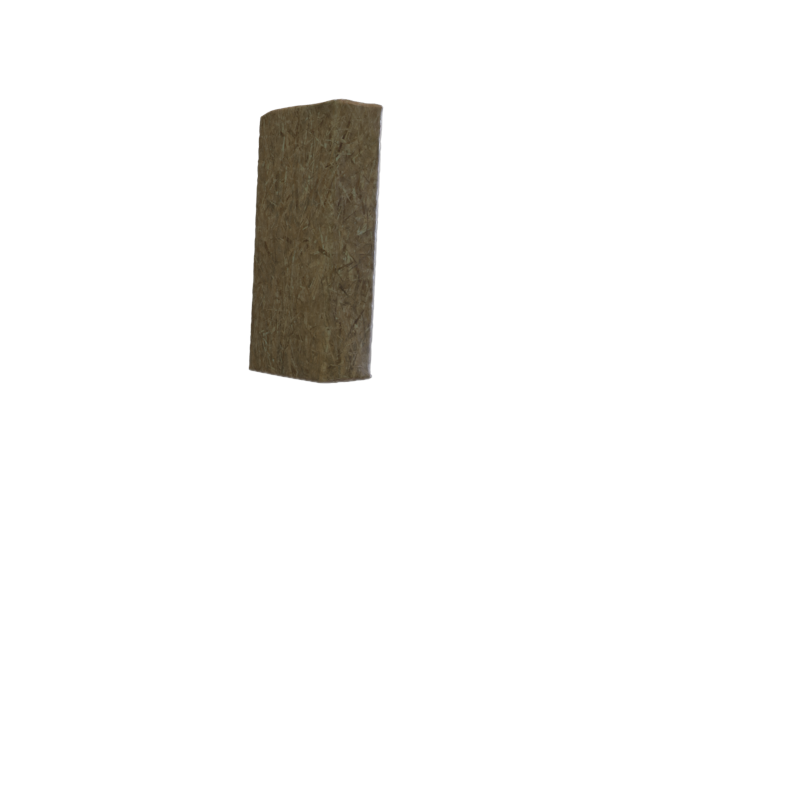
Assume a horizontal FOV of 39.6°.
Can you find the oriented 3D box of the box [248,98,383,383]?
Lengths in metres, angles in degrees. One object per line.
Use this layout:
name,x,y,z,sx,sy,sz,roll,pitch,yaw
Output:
box,-0.057,-0.103,0.723,0.046,0.176,0.097,0,1,-37
